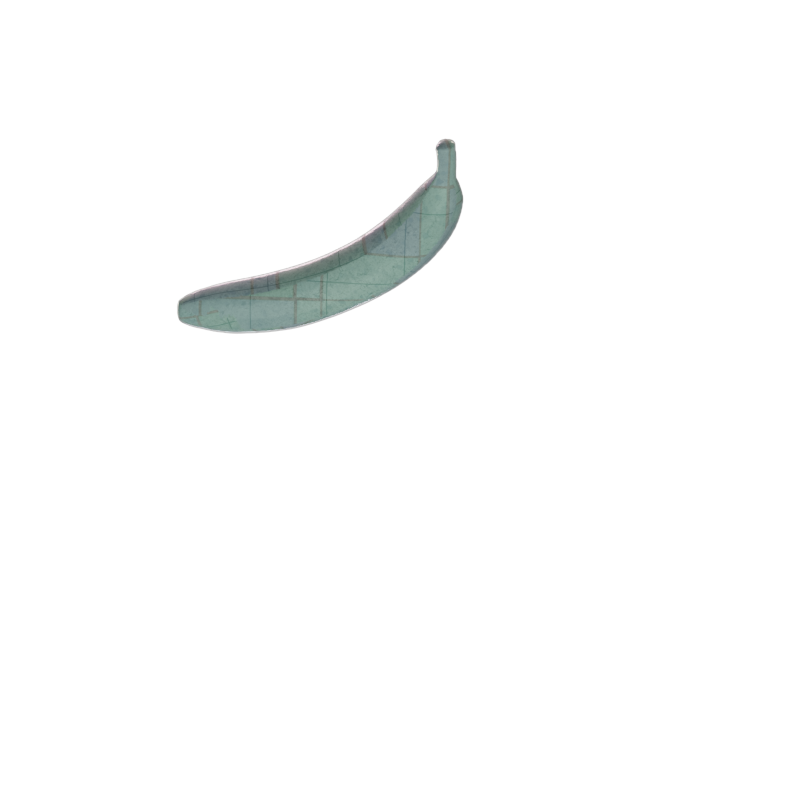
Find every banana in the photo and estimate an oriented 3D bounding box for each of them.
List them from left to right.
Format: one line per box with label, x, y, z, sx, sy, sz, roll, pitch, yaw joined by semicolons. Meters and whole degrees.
banana;-0.037;-0.082;0.655;0.197;0.065;0.039;-30;28;17
